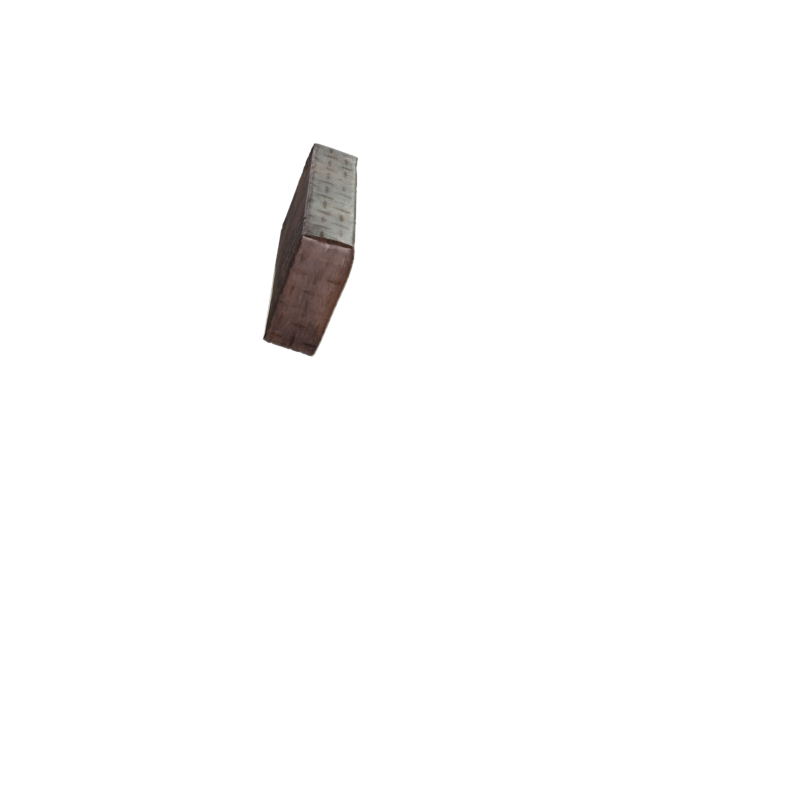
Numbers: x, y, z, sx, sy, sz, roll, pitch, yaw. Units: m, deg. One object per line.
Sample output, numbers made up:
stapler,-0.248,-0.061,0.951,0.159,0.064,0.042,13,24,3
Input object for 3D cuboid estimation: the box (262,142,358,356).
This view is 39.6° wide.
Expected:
box,-0.067,-0.121,0.847,0.047,0.090,0.187,17,29,-14
